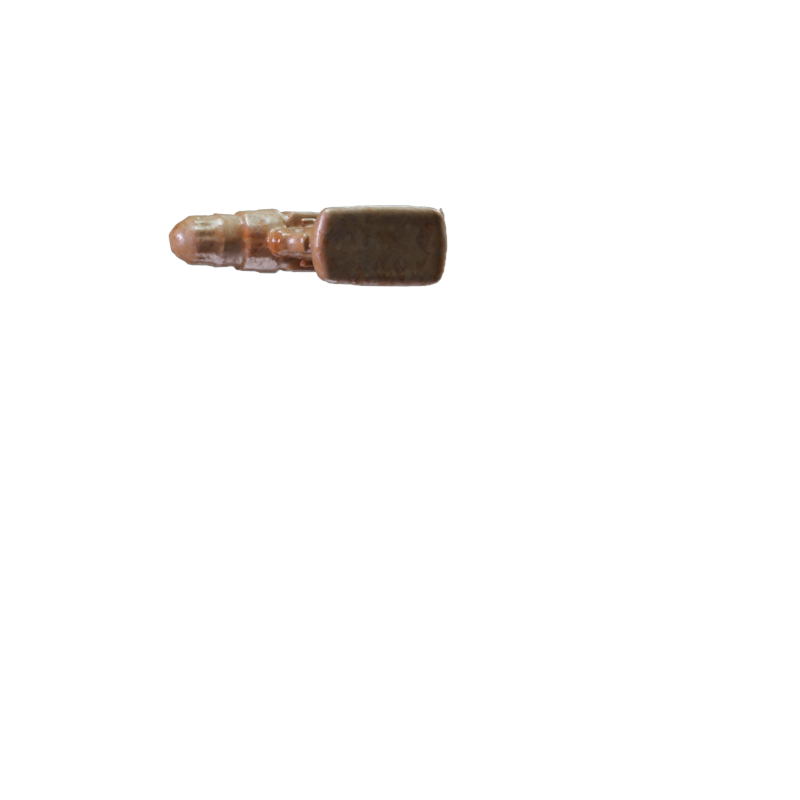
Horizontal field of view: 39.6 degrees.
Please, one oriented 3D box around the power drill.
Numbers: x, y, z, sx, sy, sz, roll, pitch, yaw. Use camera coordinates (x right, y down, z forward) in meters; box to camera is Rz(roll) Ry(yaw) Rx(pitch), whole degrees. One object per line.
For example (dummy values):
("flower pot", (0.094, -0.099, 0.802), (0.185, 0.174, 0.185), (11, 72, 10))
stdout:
("power drill", (-0.066, -0.120, 0.840), (0.179, 0.056, 0.196), (-5, 11, -25))
